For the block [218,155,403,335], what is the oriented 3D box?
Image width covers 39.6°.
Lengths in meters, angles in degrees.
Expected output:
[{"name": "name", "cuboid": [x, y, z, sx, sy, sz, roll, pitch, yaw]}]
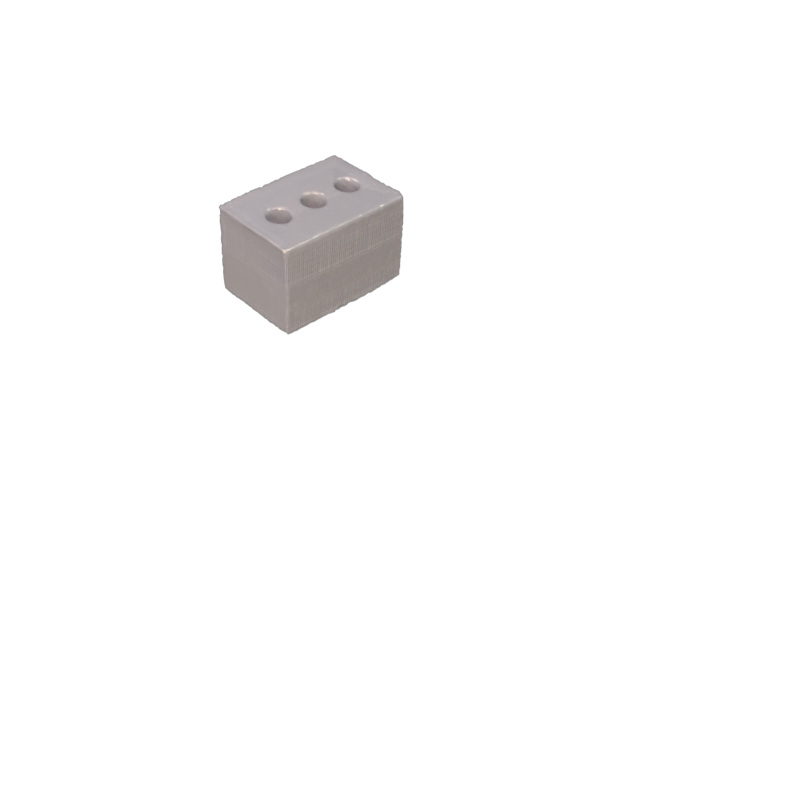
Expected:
[{"name": "block", "cuboid": [-0.043, -0.079, 0.552, 0.078, 0.048, 0.056, -30, 48, -33]}]
